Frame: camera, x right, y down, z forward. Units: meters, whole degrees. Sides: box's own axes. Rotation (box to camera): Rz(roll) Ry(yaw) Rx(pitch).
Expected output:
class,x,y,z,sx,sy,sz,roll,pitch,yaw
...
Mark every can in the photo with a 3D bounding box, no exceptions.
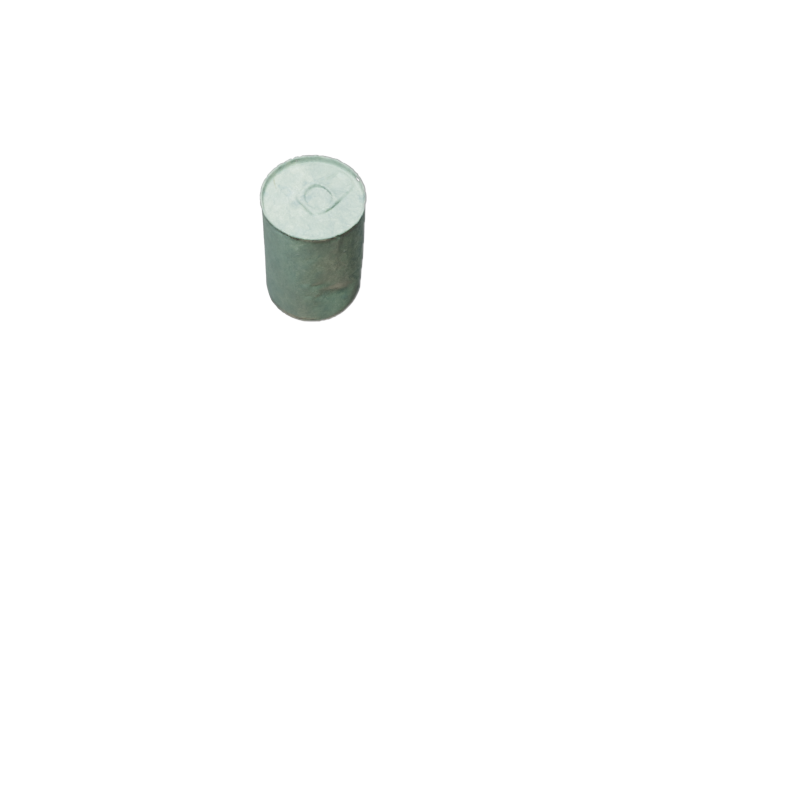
class,x,y,z,sx,sy,sz,roll,pitch,yaw
can,-0.058,-0.106,0.743,0.068,0.073,0.096,0,-31,-3
